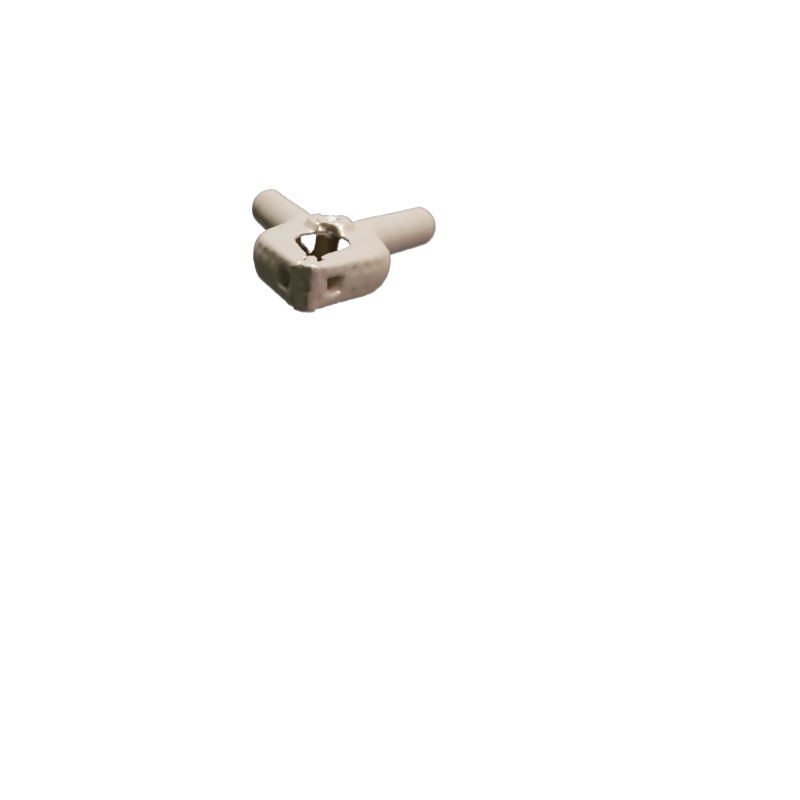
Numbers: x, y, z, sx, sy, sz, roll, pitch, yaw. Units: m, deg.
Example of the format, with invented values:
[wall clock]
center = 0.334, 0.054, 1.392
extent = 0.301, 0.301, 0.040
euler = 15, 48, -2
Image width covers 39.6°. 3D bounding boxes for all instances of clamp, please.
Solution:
[clamp]
center = -0.052, -0.095, 0.668
extent = 0.123, 0.038, 0.174
euler = 5, 20, 14
